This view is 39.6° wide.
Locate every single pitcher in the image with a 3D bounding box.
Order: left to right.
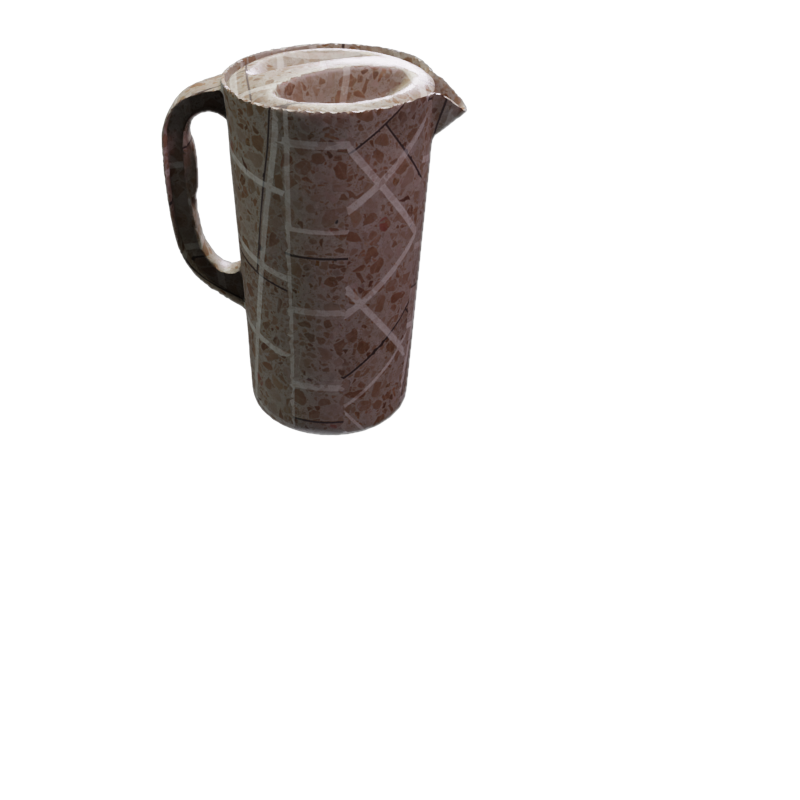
[{"bbox_3d":[-0.057,-0.104,0.726,0.144,0.229,0.159,-24,39,-38],"label":"pitcher"}]
